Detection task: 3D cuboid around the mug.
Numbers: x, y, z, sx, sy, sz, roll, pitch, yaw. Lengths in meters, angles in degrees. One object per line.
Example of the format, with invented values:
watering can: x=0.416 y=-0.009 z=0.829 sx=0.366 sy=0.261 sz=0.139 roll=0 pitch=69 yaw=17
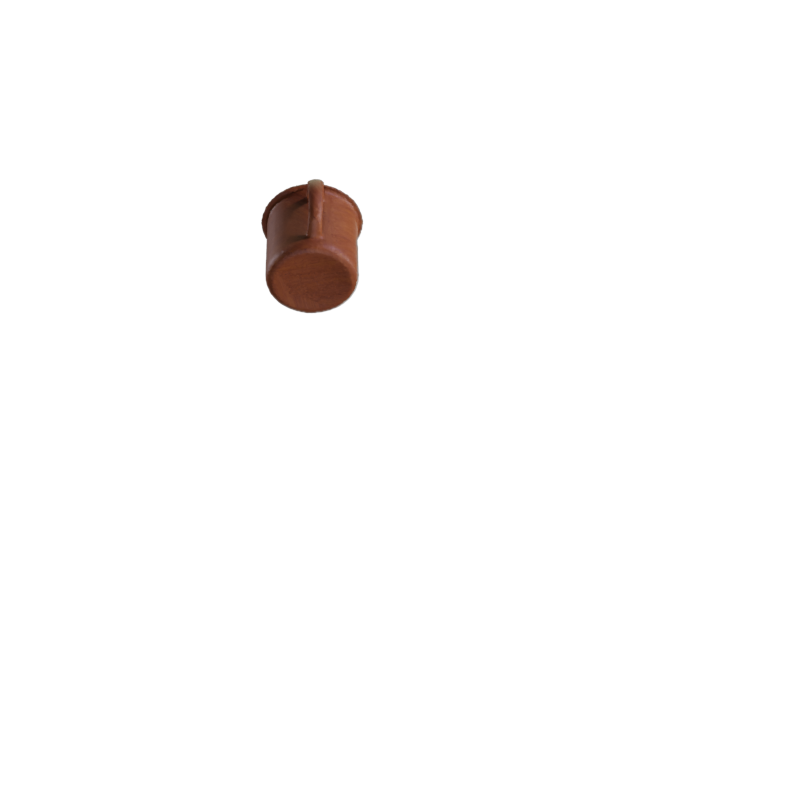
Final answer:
mug: x=-0.077 y=-0.140 z=0.981 sx=0.092 sy=0.110 sz=0.087 roll=4 pitch=44 yaw=-6
